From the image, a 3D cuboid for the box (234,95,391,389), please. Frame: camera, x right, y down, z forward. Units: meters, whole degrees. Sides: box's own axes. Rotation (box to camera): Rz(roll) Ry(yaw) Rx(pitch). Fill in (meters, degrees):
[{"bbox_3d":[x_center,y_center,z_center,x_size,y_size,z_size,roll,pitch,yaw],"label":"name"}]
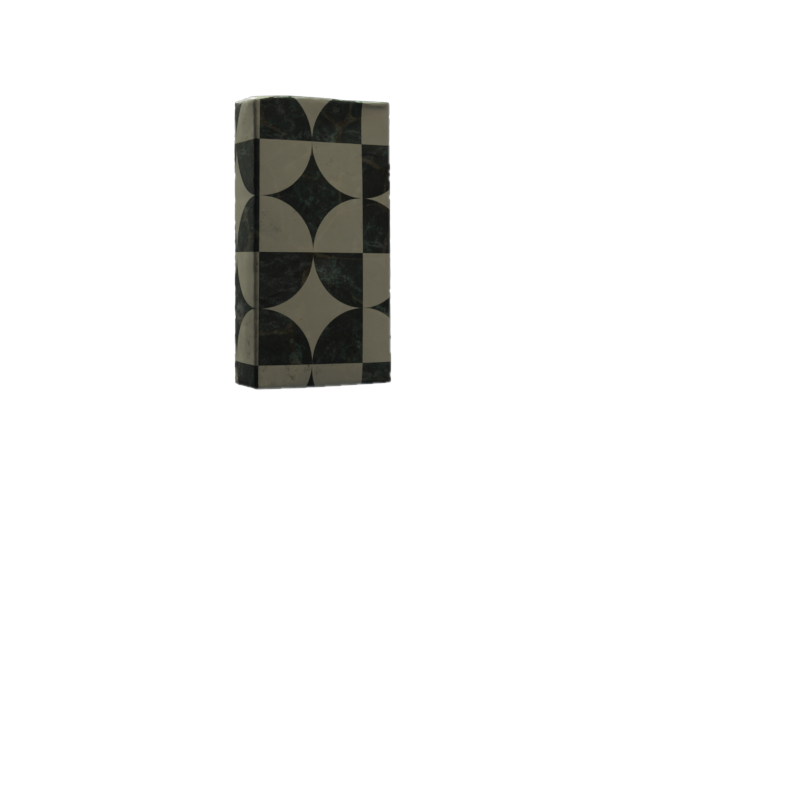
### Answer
[{"bbox_3d":[-0.054,-0.098,0.687,0.091,0.176,0.050,-1,2,-25],"label":"box"}]
